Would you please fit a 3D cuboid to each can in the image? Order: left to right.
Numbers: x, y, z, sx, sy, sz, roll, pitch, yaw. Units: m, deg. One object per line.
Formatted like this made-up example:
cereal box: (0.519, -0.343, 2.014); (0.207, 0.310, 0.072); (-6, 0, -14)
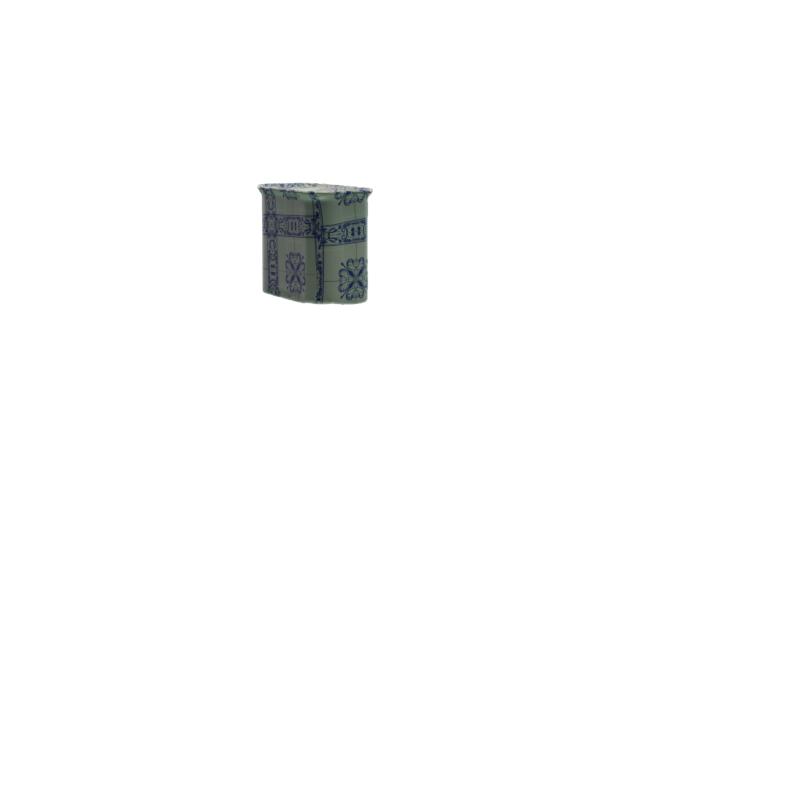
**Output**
can: (-0.065, -0.119, 0.834); (0.056, 0.082, 0.107); (-5, 12, -32)
